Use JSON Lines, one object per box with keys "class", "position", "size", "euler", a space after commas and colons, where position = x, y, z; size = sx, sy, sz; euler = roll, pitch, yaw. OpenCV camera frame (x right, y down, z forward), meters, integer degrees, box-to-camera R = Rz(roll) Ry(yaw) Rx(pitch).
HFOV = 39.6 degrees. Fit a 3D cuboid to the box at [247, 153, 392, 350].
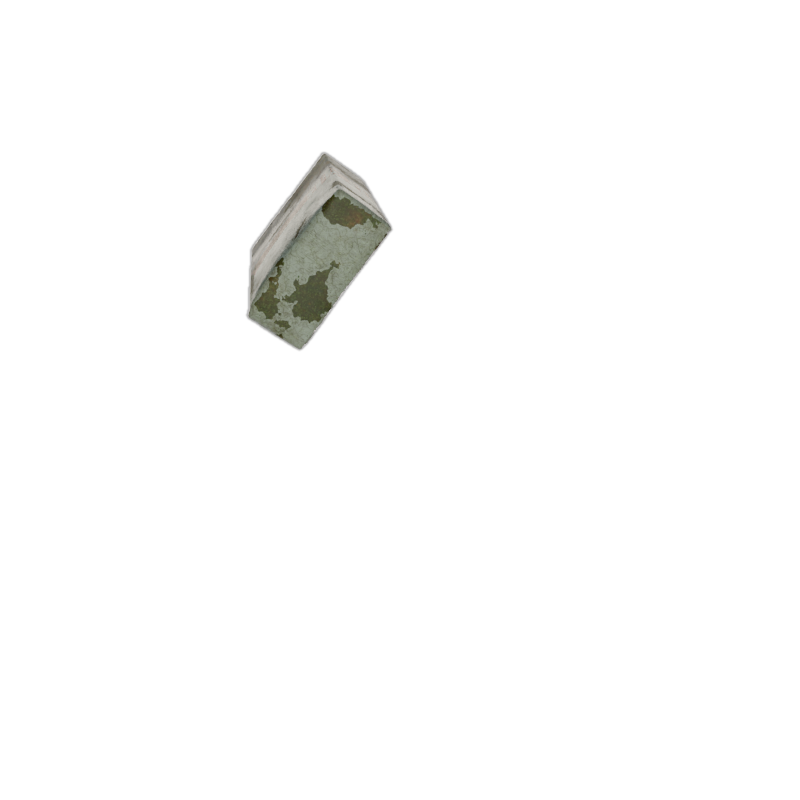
{"class": "box", "position": [-0.056, -0.102, 0.717], "size": [0.047, 0.092, 0.183], "euler": [36, 11, -14]}
